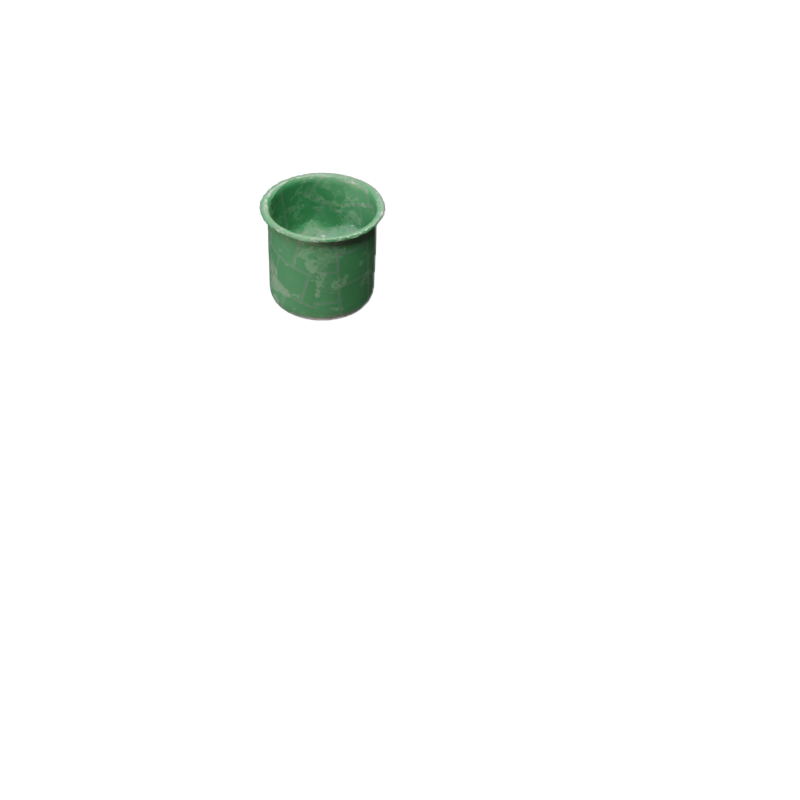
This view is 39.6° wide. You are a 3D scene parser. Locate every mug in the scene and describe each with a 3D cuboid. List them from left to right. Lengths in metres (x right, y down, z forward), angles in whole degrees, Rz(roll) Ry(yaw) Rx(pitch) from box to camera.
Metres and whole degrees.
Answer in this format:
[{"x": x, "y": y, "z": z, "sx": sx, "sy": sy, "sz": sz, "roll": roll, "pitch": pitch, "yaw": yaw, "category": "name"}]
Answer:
[{"x": -0.067, "y": -0.122, "z": 0.851, "sx": 0.092, "sy": 0.076, "sz": 0.126, "roll": -24, "pitch": 45, "yaw": -28, "category": "mug"}]
